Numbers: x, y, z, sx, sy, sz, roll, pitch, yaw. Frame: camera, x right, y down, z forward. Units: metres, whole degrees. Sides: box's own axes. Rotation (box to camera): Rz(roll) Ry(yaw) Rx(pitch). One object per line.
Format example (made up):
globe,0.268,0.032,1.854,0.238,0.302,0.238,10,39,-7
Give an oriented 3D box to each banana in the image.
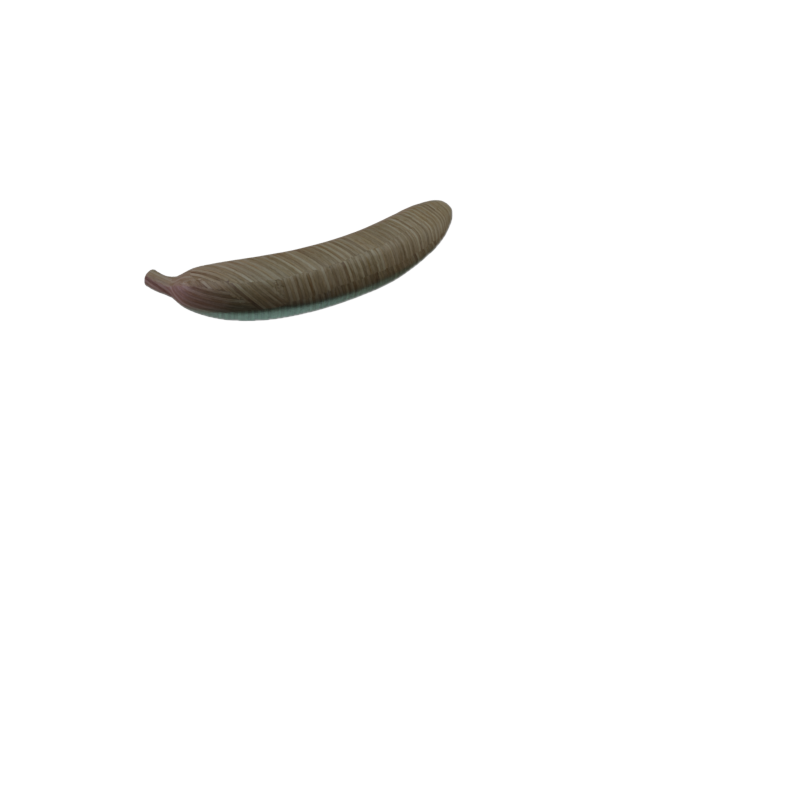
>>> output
banana,-0.049,-0.082,0.657,0.195,0.034,0.075,-14,44,-15
